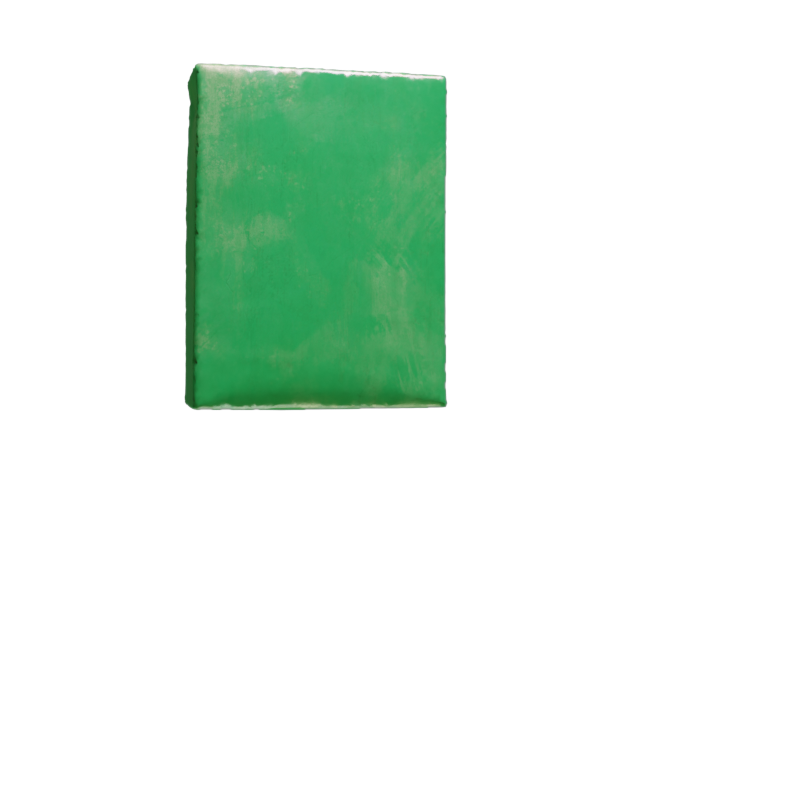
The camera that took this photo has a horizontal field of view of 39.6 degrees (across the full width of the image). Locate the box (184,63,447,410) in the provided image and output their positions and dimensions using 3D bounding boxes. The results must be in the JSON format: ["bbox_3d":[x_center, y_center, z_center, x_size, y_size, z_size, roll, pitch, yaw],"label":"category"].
[{"bbox_3d":[-0.056,-0.103,0.718,0.161,0.216,0.072,0,-4,-14],"label":"box"}]
